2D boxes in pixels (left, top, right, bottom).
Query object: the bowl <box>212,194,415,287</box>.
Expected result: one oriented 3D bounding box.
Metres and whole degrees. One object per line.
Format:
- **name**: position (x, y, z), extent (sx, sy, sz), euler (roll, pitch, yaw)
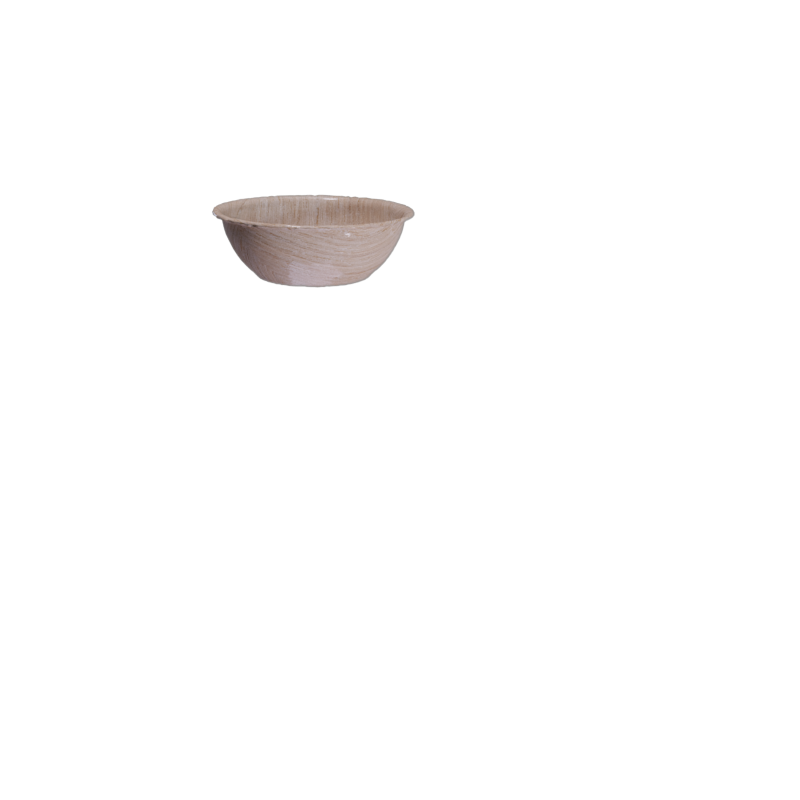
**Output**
- **bowl**: position (-0.070, -0.127, 0.888), extent (0.162, 0.053, 0.168), euler (-1, 17, -2)
